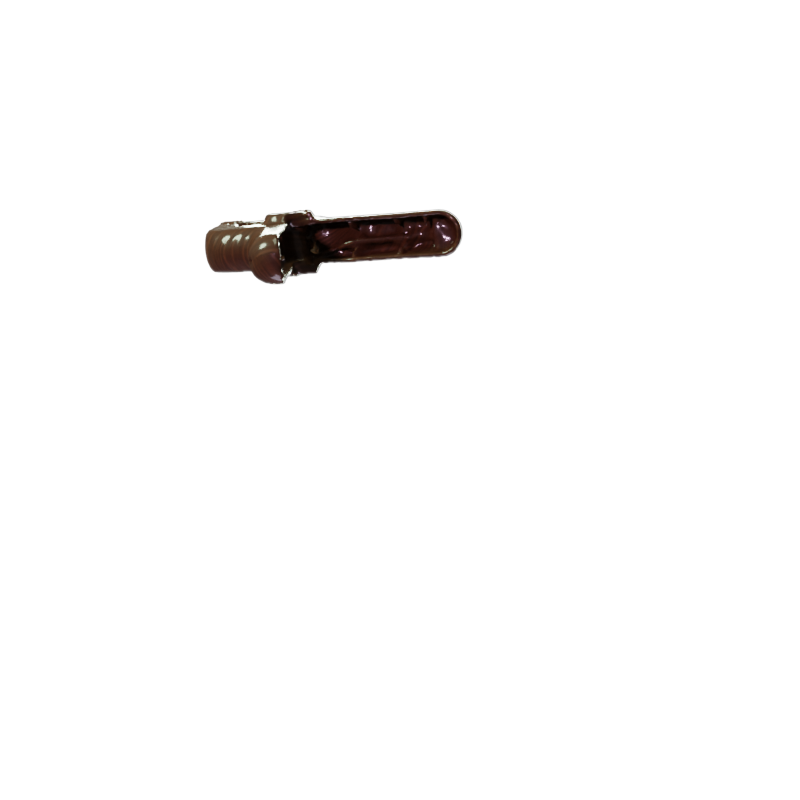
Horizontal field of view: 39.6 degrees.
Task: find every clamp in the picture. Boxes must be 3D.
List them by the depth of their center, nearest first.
[{"bbox_3d":[-0.048,-0.088,0.618,0.117,0.038,0.179,-5,13,-23],"label":"clamp"}]
